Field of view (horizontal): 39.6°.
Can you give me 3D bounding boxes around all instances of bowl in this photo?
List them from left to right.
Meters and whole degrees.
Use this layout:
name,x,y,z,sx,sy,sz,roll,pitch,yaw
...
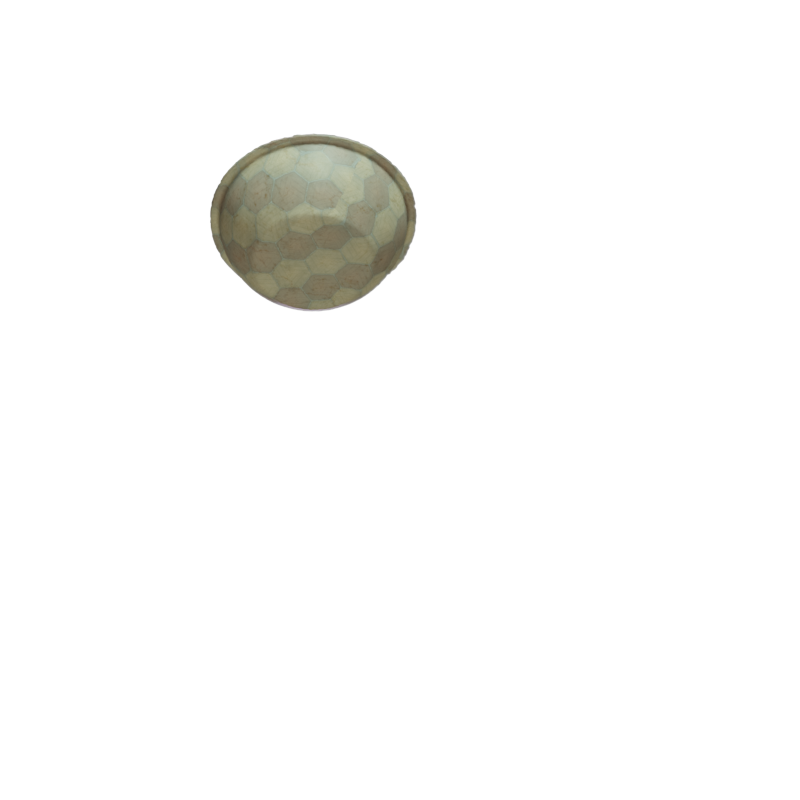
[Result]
name,x,y,z,sx,sy,sz,roll,pitch,yaw
bowl,-0.066,-0.121,0.845,0.162,0.151,0.059,1,41,-1
